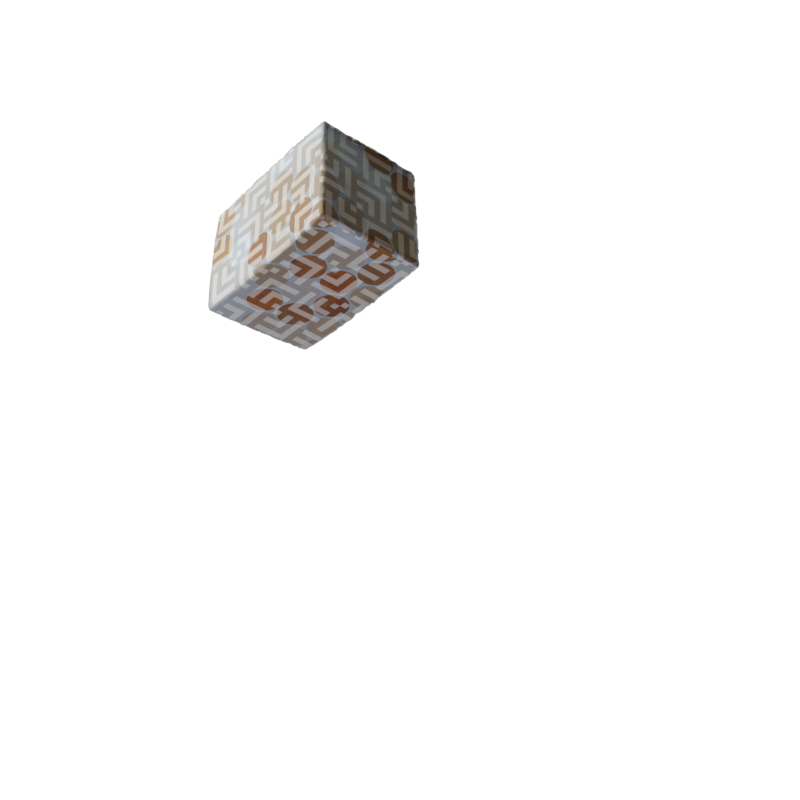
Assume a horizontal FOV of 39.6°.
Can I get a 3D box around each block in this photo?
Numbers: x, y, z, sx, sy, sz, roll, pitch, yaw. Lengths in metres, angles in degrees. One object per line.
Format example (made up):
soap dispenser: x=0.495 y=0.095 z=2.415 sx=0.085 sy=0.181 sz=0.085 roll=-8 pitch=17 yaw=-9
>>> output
block: x=-0.036 y=-0.067 z=0.466 sx=0.050 sy=0.055 sz=0.077 roll=27 pitch=-44 yaw=-33
